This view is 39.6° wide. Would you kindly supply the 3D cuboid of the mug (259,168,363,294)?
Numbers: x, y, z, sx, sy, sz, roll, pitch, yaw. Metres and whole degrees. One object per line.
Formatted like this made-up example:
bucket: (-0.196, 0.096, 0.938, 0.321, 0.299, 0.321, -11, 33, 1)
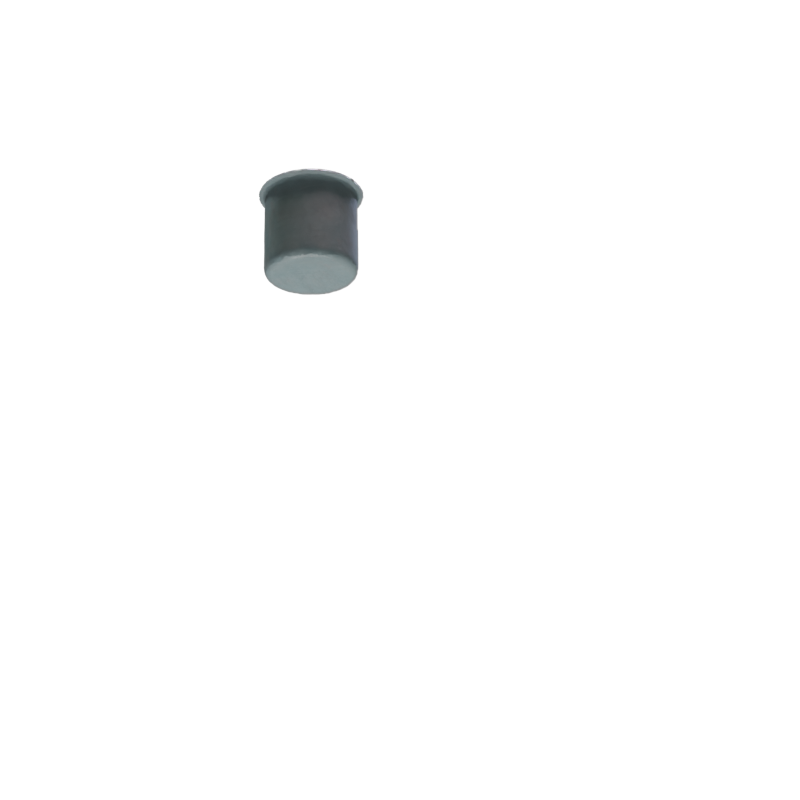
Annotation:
mug: (-0.077, -0.140, 0.981, 0.094, 0.086, 0.110, -4, -24, 6)
